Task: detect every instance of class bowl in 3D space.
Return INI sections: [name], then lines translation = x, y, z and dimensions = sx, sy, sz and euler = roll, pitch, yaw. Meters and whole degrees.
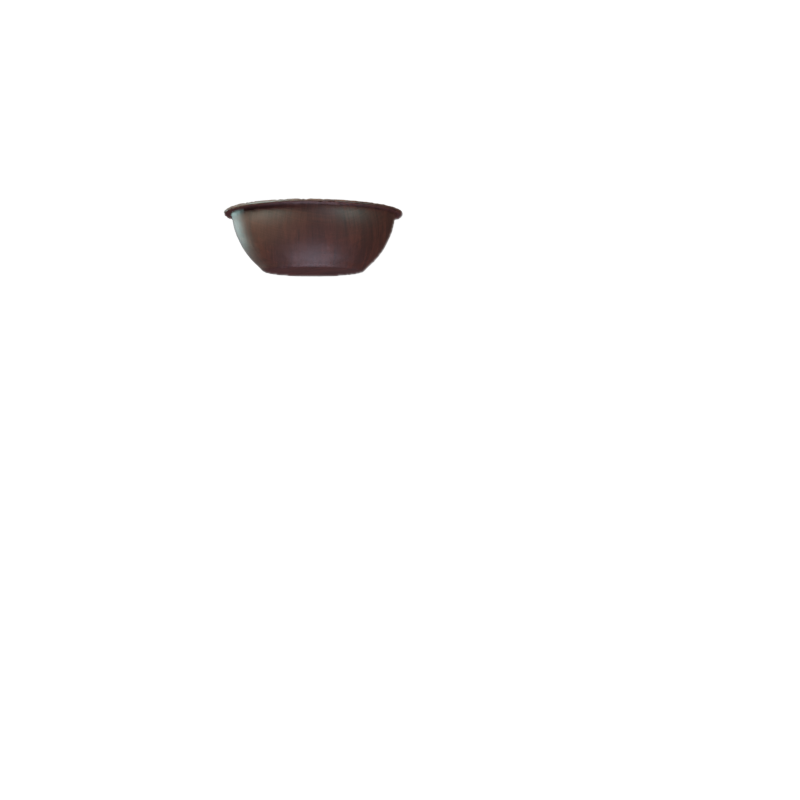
[bowl]
translation = -0.078, -0.142, 0.997
dimensions = 0.162, 0.056, 0.161
euler = 0, 0, -2
